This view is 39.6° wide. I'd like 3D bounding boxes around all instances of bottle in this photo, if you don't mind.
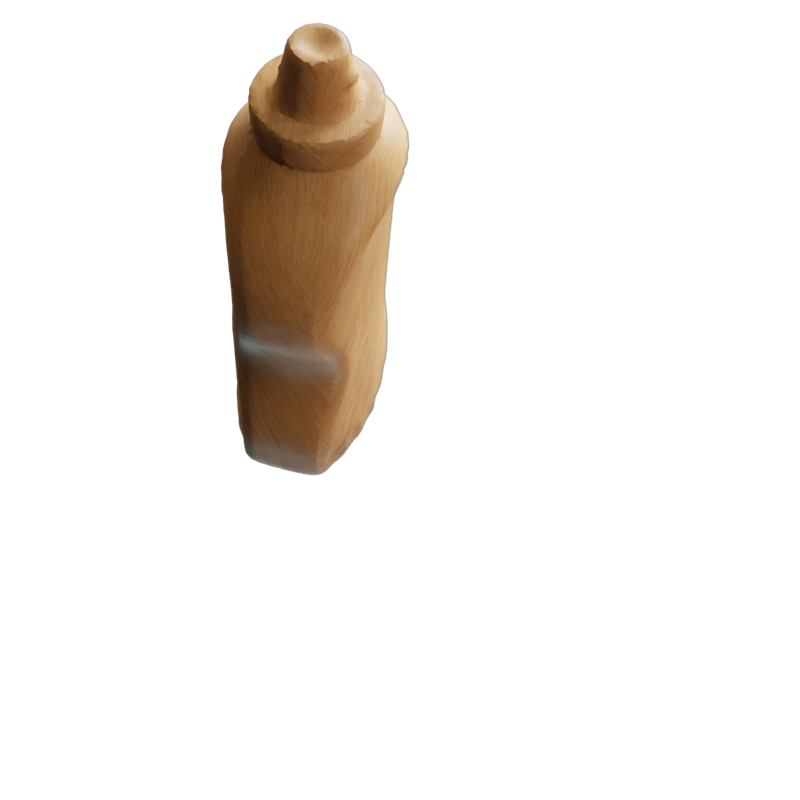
[{"bbox_3d":[-0.030,-0.055,0.388,0.059,0.101,0.180,14,-31,4],"label":"bottle"}]
